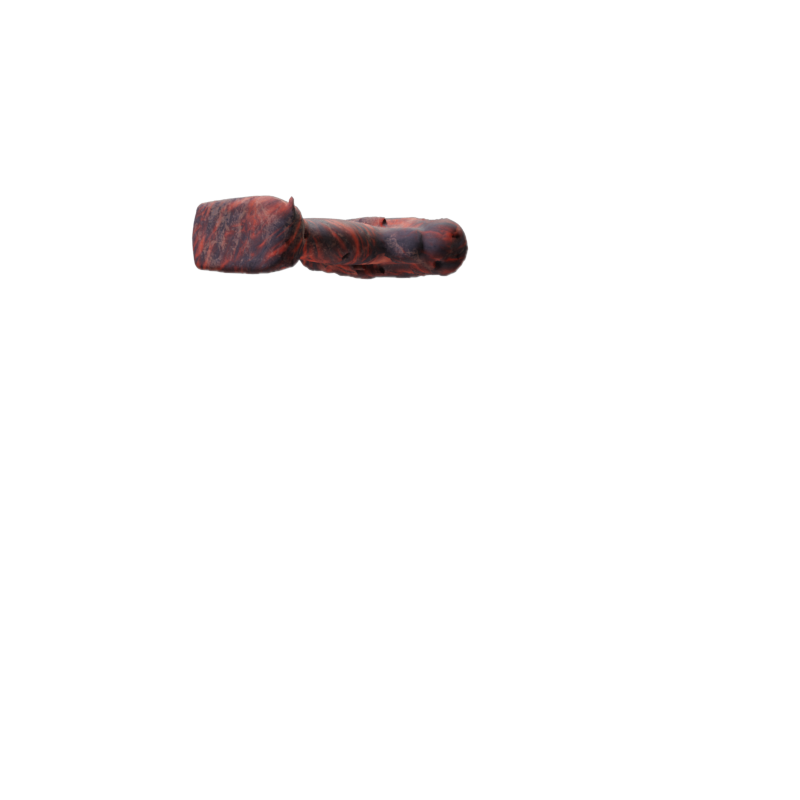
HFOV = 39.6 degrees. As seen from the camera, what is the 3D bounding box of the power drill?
[{"bbox_3d":[-0.069,-0.126,0.883,0.180,0.057,0.192,-4,6,-43],"label":"power drill"}]
